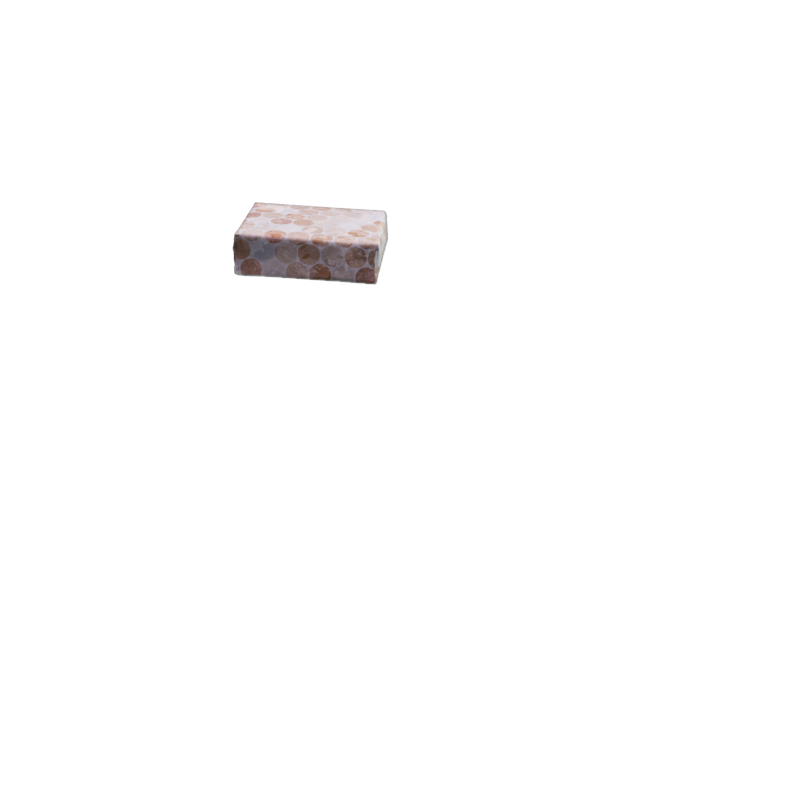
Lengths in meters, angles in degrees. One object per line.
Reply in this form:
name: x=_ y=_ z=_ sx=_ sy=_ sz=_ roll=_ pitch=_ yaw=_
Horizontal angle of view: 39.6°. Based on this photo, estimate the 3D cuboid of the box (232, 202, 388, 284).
box: x=-0.068 y=-0.125 z=0.874 sx=0.114 sy=0.037 sz=0.093 roll=2 pitch=23 yaw=5
